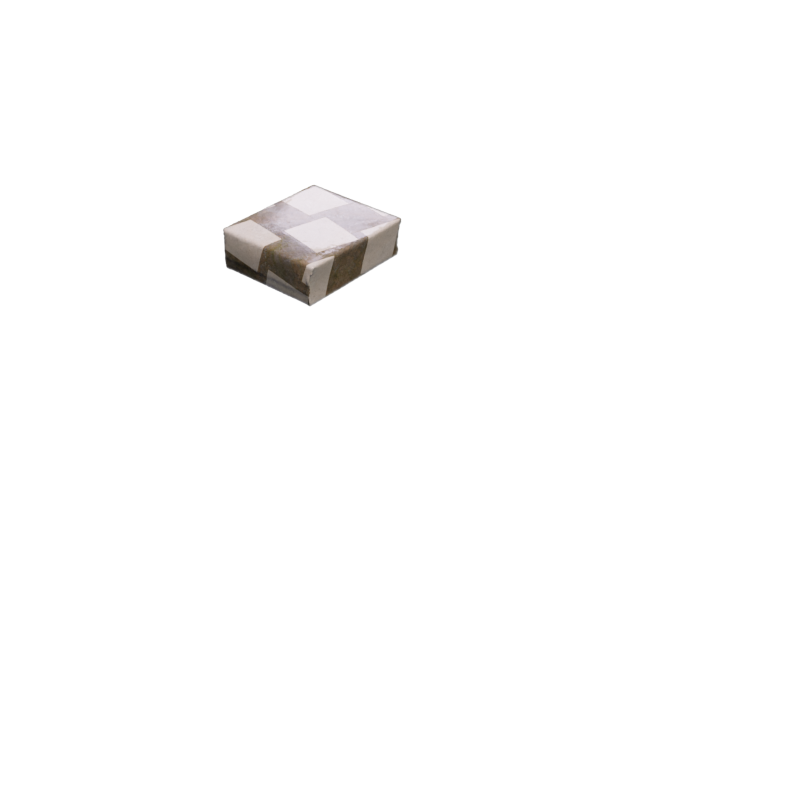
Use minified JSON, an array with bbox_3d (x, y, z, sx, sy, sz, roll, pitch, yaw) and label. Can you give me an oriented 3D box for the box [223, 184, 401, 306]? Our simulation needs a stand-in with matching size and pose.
[{"bbox_3d":[-0.068,-0.123,0.861,0.095,0.036,0.114,23,41,30],"label":"box"}]
